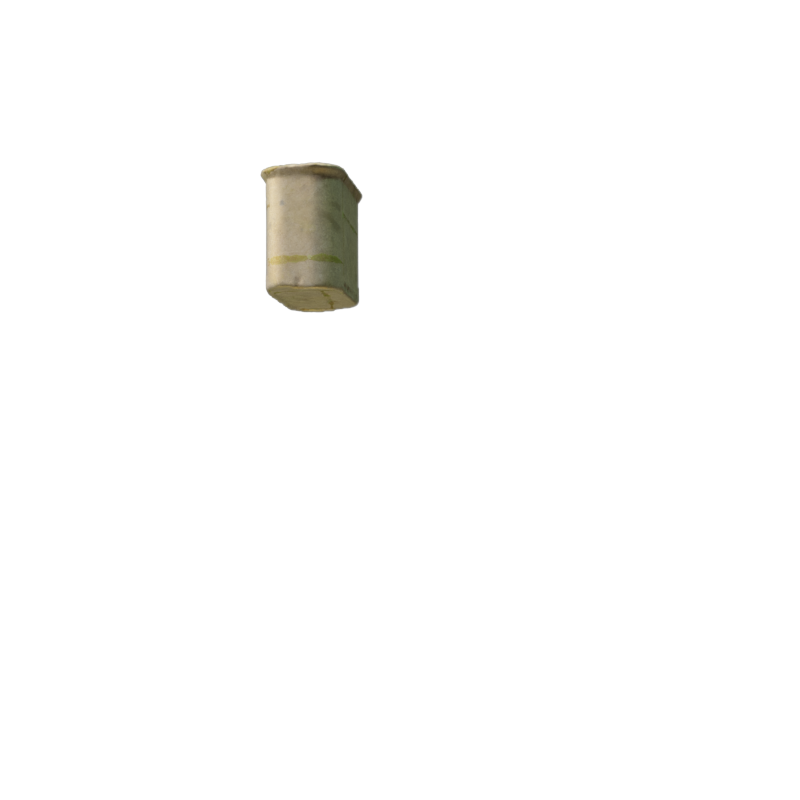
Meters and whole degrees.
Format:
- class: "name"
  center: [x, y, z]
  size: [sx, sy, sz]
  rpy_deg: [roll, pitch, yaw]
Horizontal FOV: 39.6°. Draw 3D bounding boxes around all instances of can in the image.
- class: "can"
  center: [-0.060, -0.110, 0.767]
  size: [0.058, 0.086, 0.098]
  rpy_deg: [-2, -9, 10]
